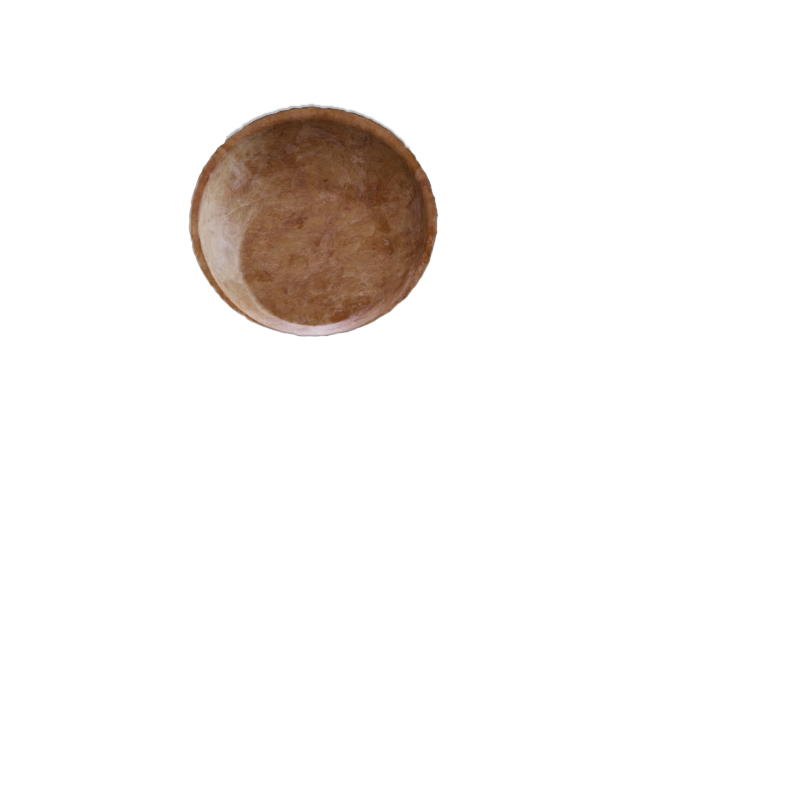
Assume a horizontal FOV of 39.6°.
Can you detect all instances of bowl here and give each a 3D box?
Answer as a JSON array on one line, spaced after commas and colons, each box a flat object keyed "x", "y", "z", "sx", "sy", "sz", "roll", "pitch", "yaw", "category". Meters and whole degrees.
[{"x": -0.055, "y": -0.100, "z": 0.697, "sx": 0.162, "sy": 0.154, "sz": 0.058, "roll": 1, "pitch": 26, "yaw": -1, "category": "bowl"}]
